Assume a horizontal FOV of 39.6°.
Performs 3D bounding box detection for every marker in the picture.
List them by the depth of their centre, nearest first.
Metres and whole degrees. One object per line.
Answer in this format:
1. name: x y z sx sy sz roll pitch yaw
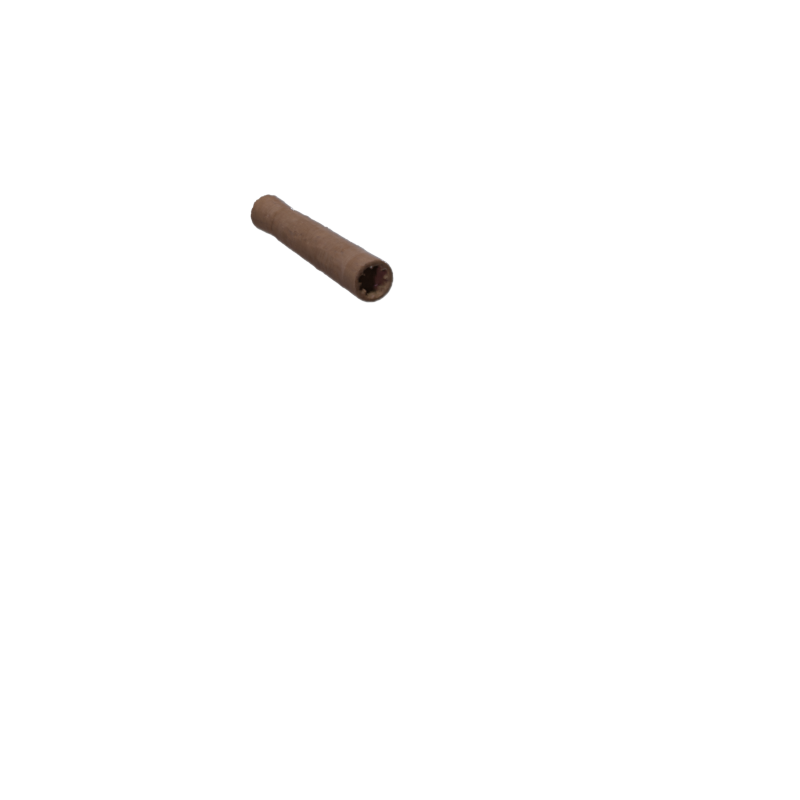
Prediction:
1. marker: -0.040 -0.072 0.505 0.019 0.019 0.129 -2 23 -28
